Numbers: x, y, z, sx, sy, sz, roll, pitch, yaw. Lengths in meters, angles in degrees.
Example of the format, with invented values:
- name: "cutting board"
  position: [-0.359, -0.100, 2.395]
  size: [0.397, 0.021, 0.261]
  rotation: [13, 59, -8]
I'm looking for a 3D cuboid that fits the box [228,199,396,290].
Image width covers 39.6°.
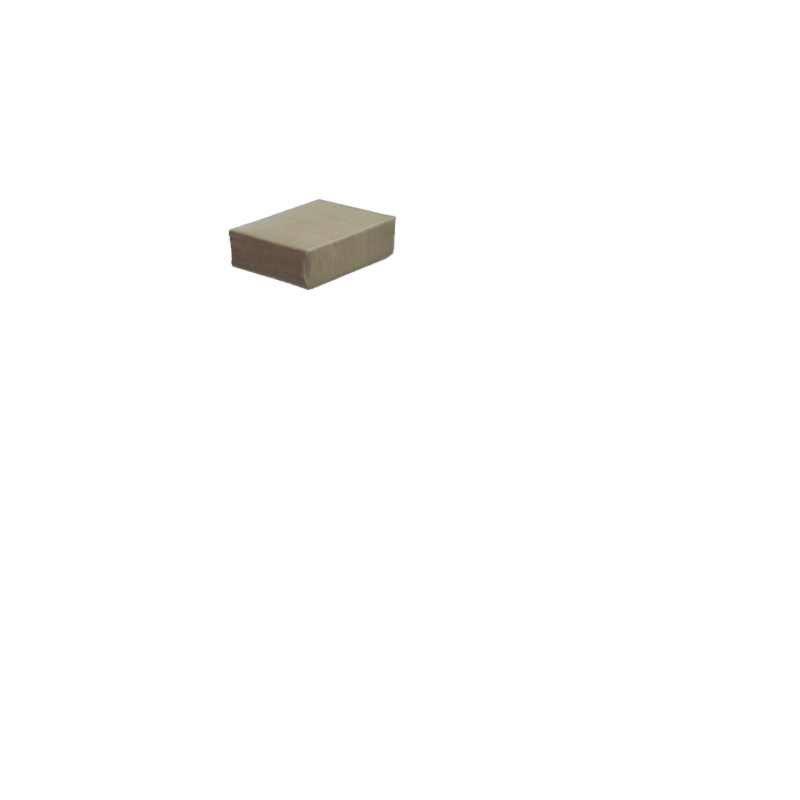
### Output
- name: "box"
  position: [-0.072, -0.132, 0.922]
  size: [0.095, 0.037, 0.112]
  rotation: [19, 31, 36]
